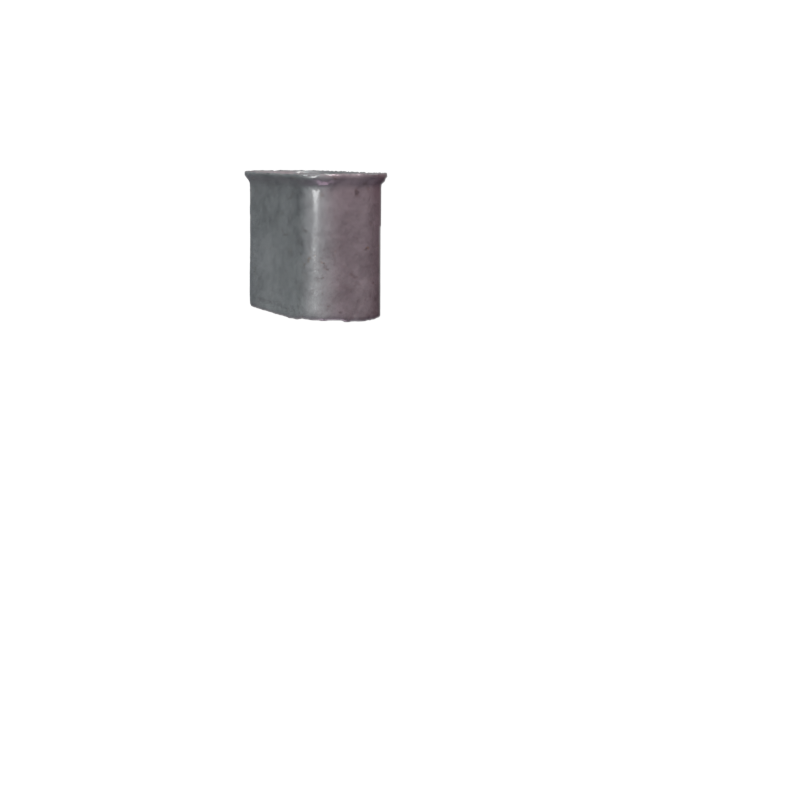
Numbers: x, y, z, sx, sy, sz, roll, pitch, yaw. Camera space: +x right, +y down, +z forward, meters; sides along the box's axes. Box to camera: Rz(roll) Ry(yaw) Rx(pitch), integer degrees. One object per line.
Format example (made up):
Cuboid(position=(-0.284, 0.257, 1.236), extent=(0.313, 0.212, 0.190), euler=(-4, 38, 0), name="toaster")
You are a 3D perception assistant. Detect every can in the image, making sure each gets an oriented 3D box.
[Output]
Cuboid(position=(-0.052, -0.094, 0.659), extent=(0.056, 0.082, 0.107), euler=(-4, 11, -30), name="can")
